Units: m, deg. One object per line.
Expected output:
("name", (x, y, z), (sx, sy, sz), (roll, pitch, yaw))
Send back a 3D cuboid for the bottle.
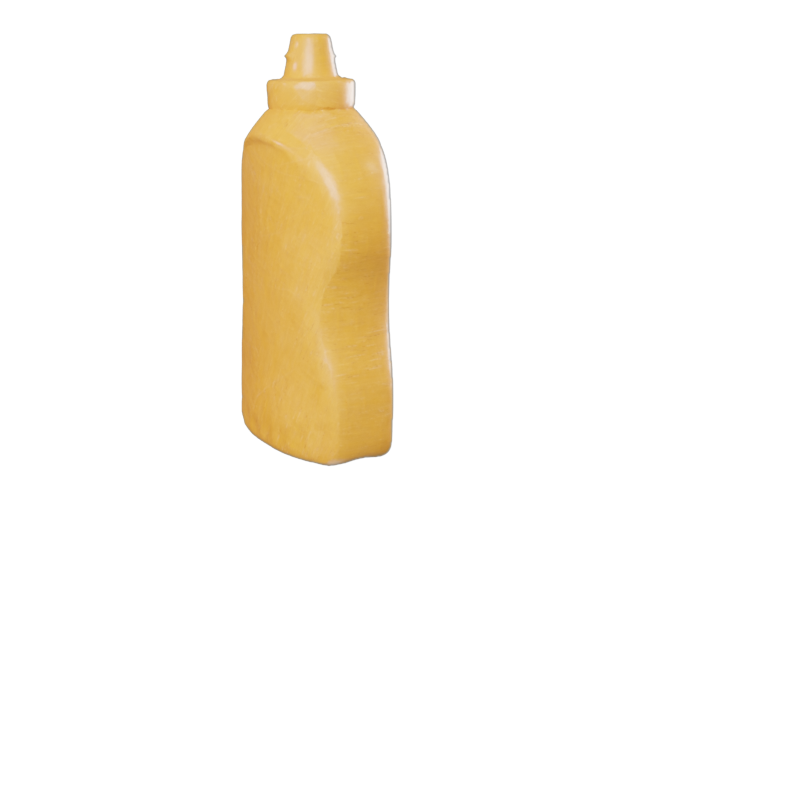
("bottle", (-0.041, -0.074, 0.520), (0.057, 0.187, 0.101), (-5, 13, -30))
